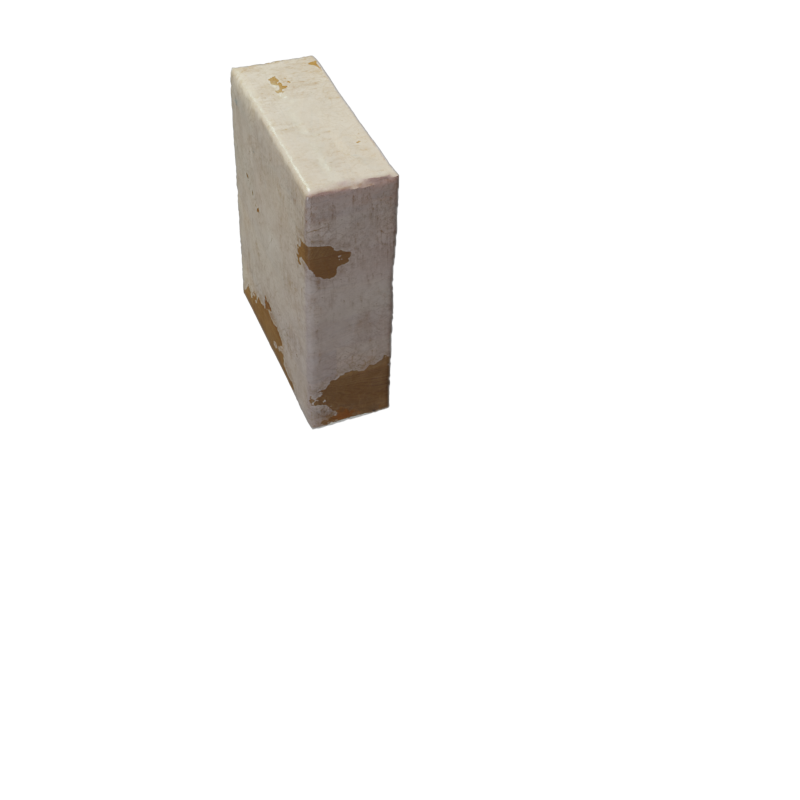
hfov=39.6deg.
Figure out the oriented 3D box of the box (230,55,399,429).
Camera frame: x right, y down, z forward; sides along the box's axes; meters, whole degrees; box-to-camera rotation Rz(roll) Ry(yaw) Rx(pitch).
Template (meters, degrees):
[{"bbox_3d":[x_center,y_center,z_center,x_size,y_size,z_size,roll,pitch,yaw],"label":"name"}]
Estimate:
[{"bbox_3d":[-0.062,-0.114,0.795,0.071,0.199,0.178,-13,45,-18],"label":"box"}]
